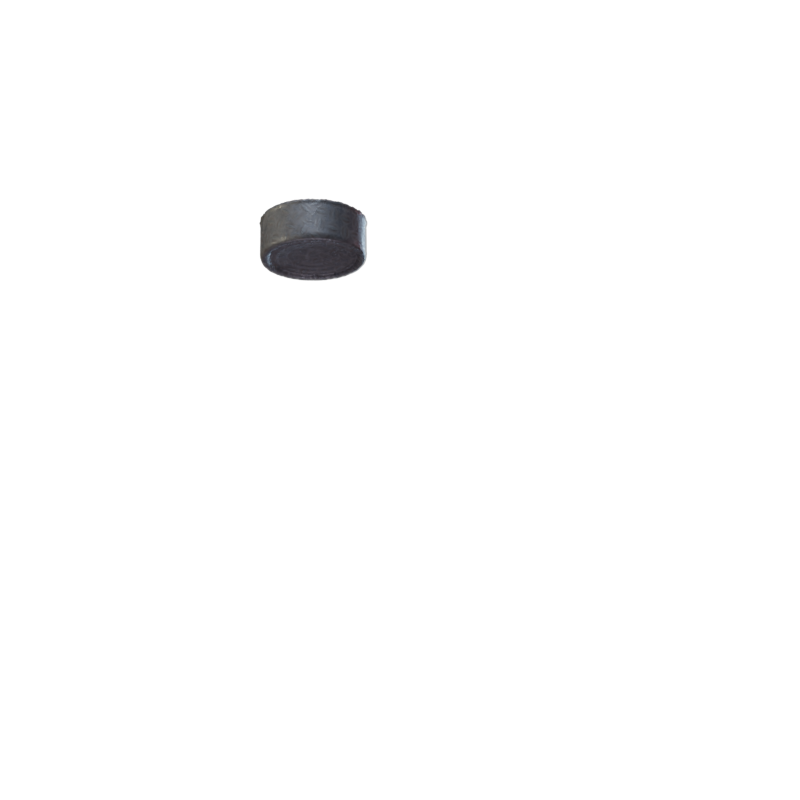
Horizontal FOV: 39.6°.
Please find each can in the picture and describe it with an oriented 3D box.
[{"bbox_3d":[-0.069,-0.125,0.878,0.086,0.035,0.082,0,-19,-2],"label":"can"}]
